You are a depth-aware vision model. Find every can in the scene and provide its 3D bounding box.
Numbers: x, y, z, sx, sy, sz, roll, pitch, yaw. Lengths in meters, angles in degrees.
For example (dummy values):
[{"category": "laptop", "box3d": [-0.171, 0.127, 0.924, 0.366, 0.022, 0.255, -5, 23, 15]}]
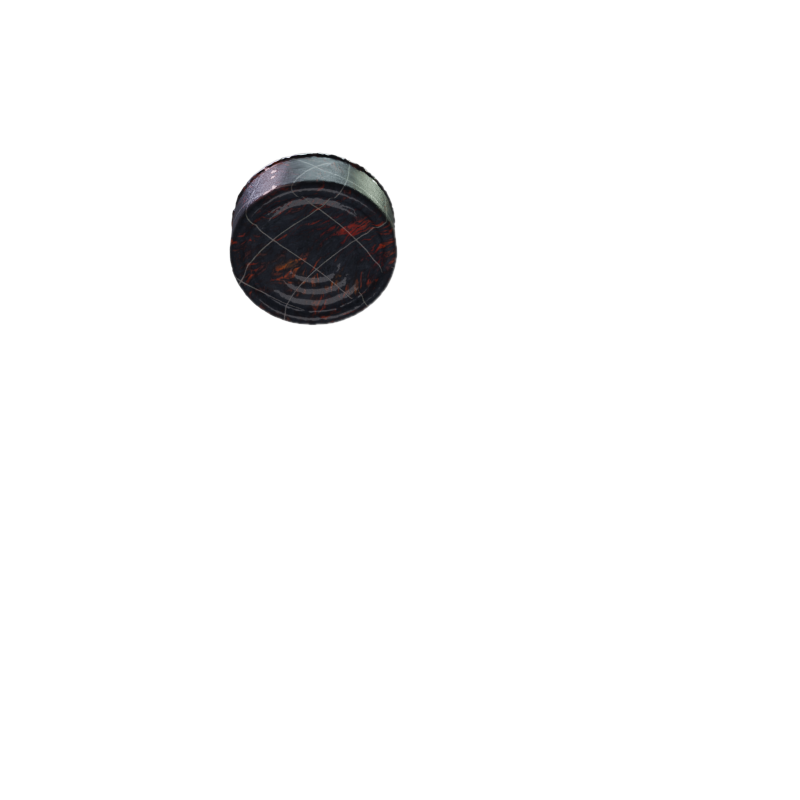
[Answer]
[{"category": "can", "box3d": [-0.044, -0.081, 0.567, 0.086, 0.080, 0.036, 1, 34, -1]}]
